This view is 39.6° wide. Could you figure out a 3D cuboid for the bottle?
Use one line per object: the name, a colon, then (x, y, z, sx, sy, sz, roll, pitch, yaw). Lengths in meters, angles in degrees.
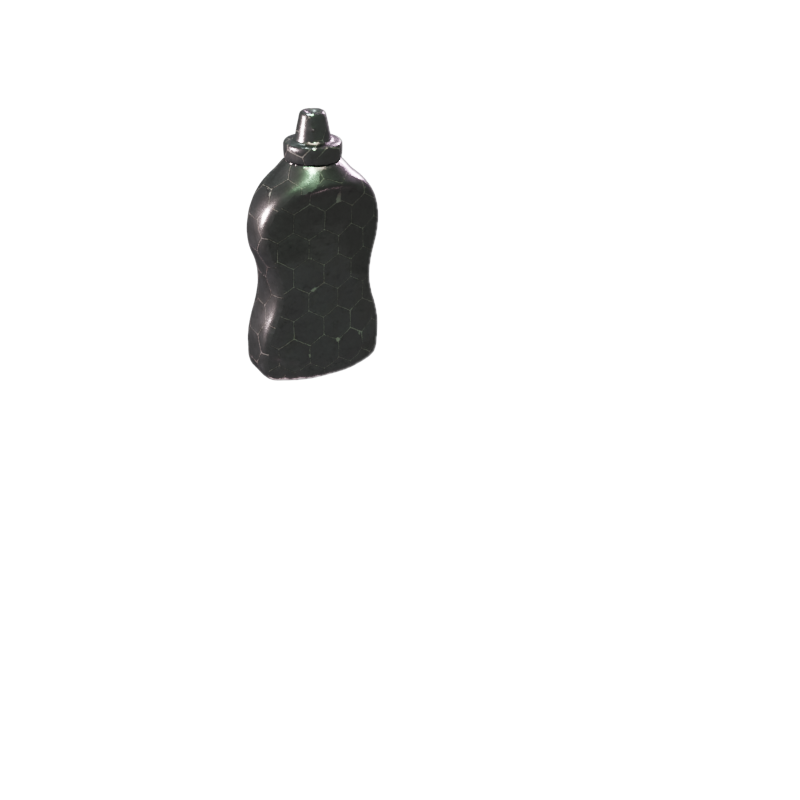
bottle: (-0.062, -0.113, 0.789, 0.094, 0.182, 0.063, -12, 28, -26)
